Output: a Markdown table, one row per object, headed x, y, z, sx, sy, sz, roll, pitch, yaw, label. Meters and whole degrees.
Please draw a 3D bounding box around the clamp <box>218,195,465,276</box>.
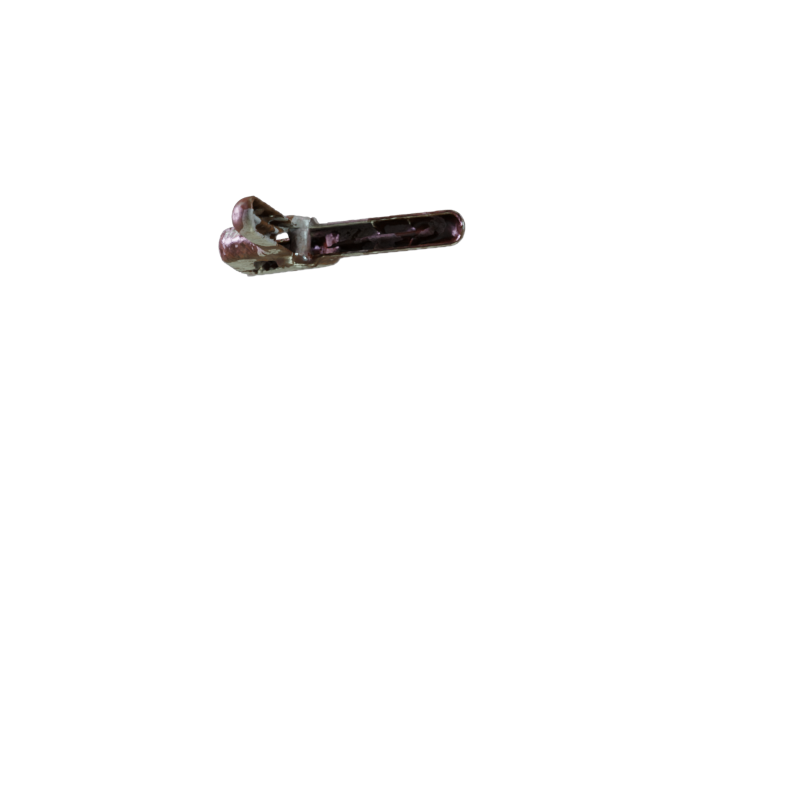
| x | y | z | sx | sy | sz | roll | pitch | yaw | label |
| --- | --- | --- | --- | --- | --- | --- | --- | --- | --- |
| -0.062 | -0.114 | 0.798 | 0.160 | 0.037 | 0.213 | 0 | -1 | -21 | clamp |
